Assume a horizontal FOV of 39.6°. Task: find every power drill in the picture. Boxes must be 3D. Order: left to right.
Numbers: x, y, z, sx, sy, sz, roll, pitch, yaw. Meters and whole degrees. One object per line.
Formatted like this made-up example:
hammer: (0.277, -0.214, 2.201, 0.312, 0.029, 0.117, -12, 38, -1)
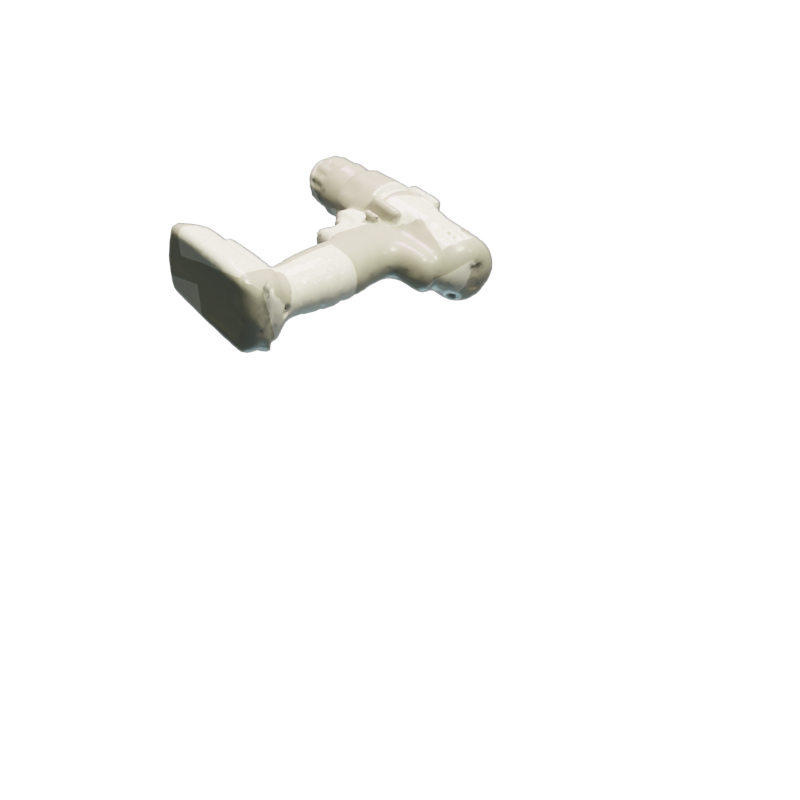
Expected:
power drill: (-0.060, -0.109, 0.760, 0.185, 0.054, 0.198, -22, 40, -29)
